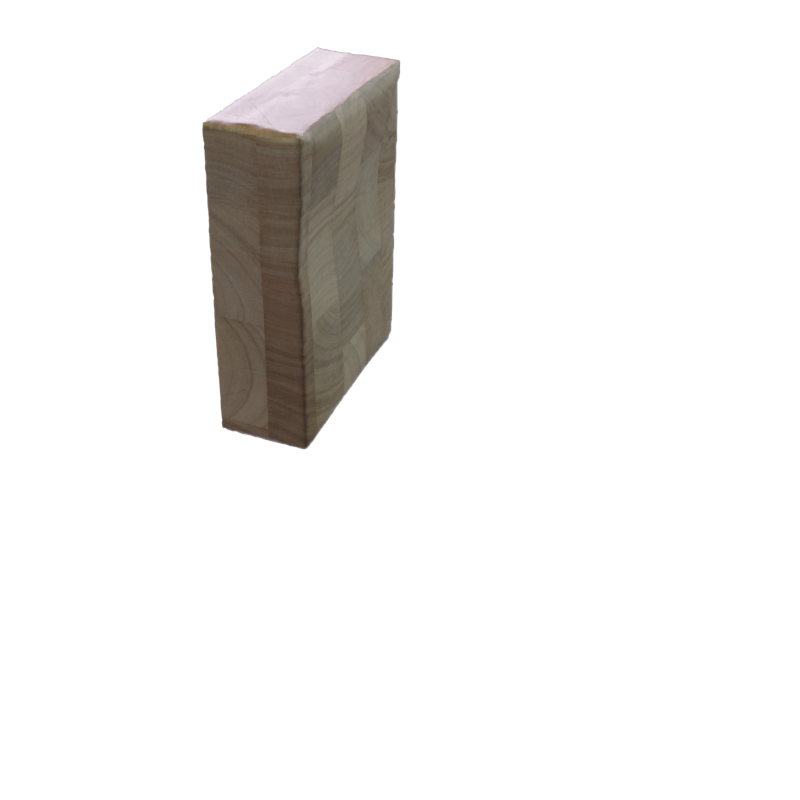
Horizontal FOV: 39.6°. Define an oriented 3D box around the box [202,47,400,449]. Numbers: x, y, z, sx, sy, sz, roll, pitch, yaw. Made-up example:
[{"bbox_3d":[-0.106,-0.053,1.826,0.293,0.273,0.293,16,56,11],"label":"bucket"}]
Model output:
[{"bbox_3d":[-0.057,-0.104,0.728,0.074,0.201,0.169,12,32,17],"label":"box"}]
